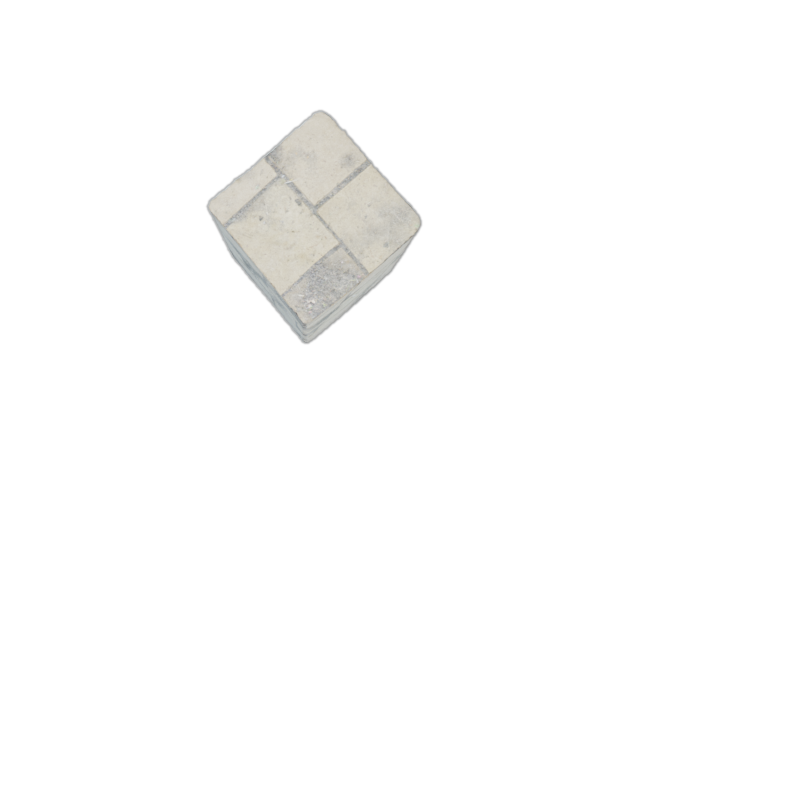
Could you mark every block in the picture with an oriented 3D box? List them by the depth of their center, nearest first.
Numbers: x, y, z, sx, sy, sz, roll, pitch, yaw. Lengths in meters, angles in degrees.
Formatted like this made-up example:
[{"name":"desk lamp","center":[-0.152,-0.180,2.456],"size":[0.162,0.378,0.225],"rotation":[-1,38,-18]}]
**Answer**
[{"name":"block","center":[-0.056,-0.103,0.720],"size":[0.090,0.091,0.204],"rotation":[-41,1,-4]}]
